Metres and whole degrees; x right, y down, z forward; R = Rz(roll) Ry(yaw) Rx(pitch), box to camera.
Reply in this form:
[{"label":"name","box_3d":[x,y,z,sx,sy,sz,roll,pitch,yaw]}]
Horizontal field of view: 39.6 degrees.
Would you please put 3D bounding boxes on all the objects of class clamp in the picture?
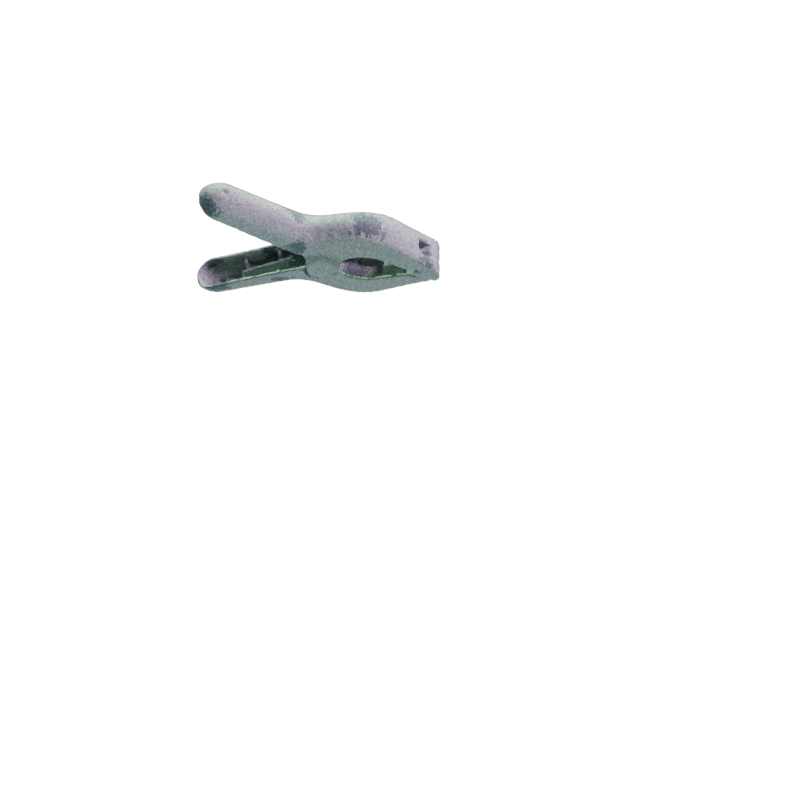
[{"label":"clamp","box_3d":[-0.058,-0.106,0.743,0.172,0.041,0.114,-1,-18,2]}]
